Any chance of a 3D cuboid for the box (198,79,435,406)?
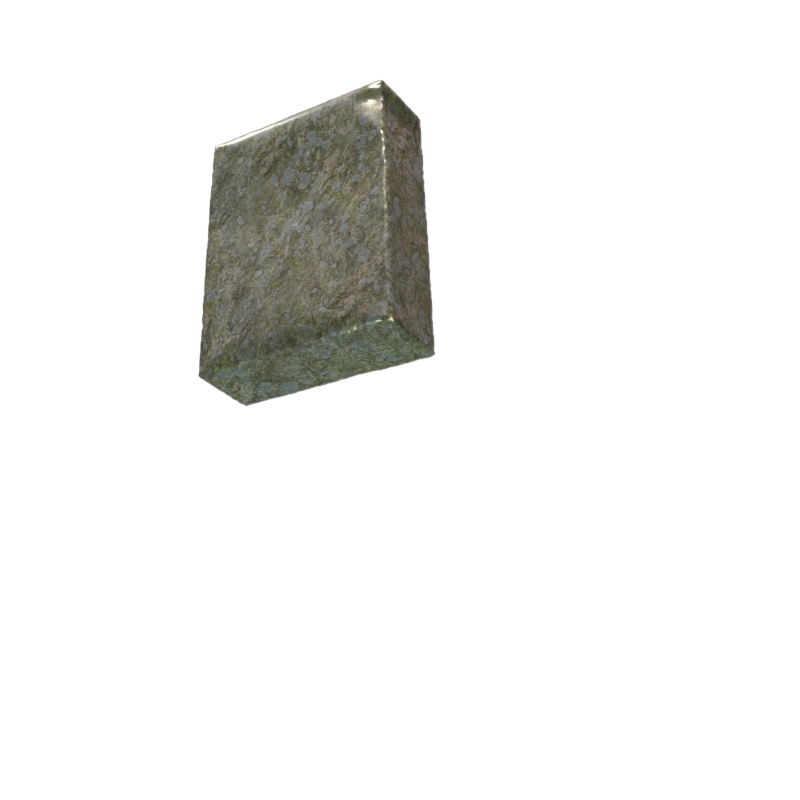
[{"bbox_3d":[-0.066,-0.120,0.841,0.166,0.228,0.067,-16,-33,25],"label":"box"}]
